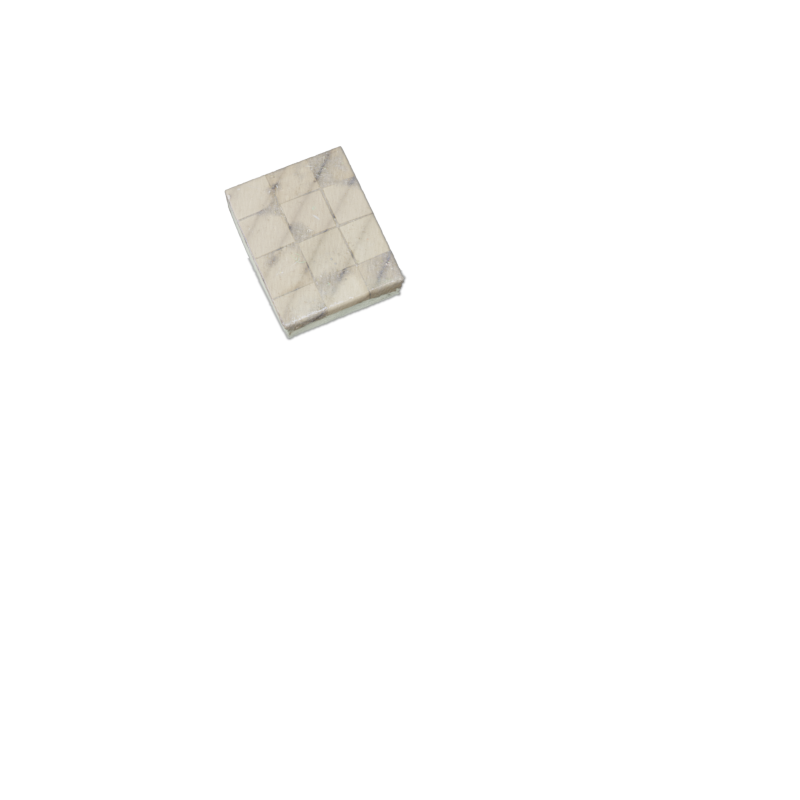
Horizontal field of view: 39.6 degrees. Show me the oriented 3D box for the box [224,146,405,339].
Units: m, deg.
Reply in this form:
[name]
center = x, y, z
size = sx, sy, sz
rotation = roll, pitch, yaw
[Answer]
[box]
center = -0.061, -0.110, 0.773
size = 0.089, 0.119, 0.037
rotation = -23, -17, -8
